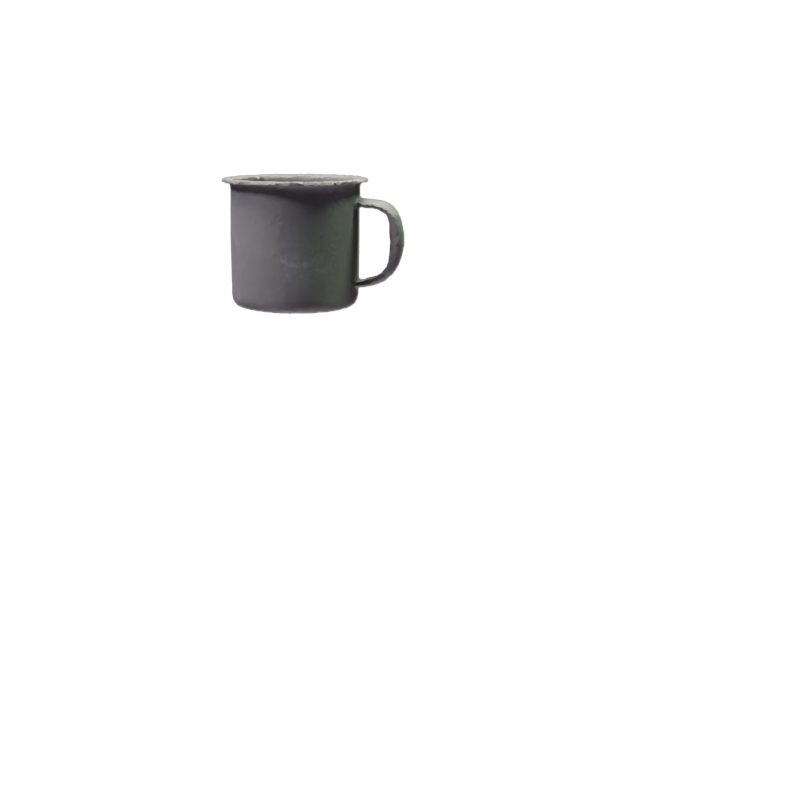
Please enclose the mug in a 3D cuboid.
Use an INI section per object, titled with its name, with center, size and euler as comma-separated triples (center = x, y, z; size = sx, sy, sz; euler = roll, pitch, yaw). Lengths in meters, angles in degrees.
[mug]
center = -0.055, -0.100, 0.704
size = 0.119, 0.080, 0.094
euler = 3, 11, 12
